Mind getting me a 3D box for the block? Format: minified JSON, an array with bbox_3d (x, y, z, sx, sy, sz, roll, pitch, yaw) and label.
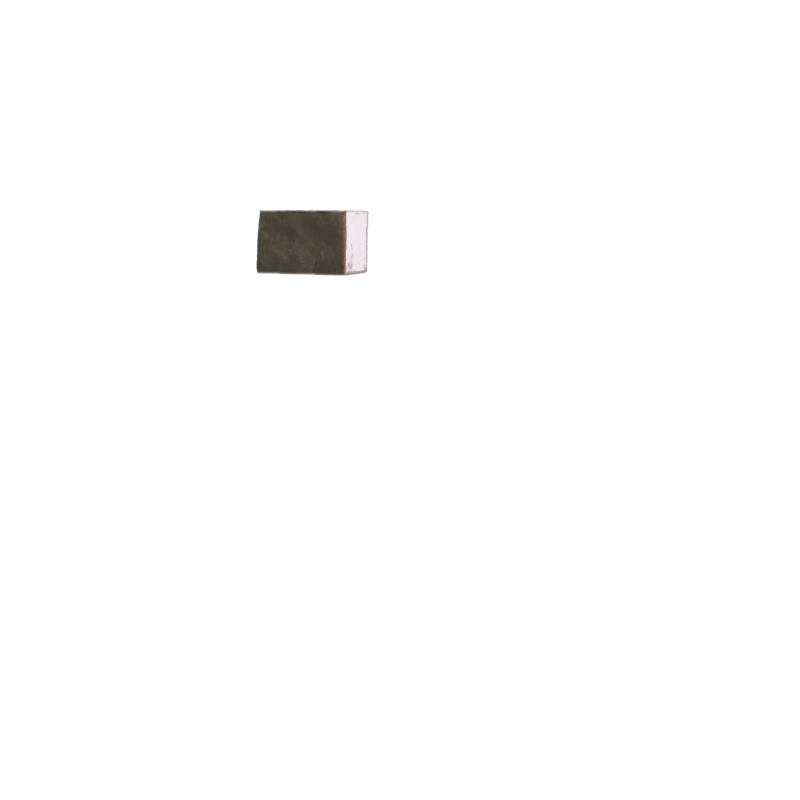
[{"bbox_3d":[-0.070,-0.128,0.895,0.080,0.051,0.052,3,6,22],"label":"block"}]
